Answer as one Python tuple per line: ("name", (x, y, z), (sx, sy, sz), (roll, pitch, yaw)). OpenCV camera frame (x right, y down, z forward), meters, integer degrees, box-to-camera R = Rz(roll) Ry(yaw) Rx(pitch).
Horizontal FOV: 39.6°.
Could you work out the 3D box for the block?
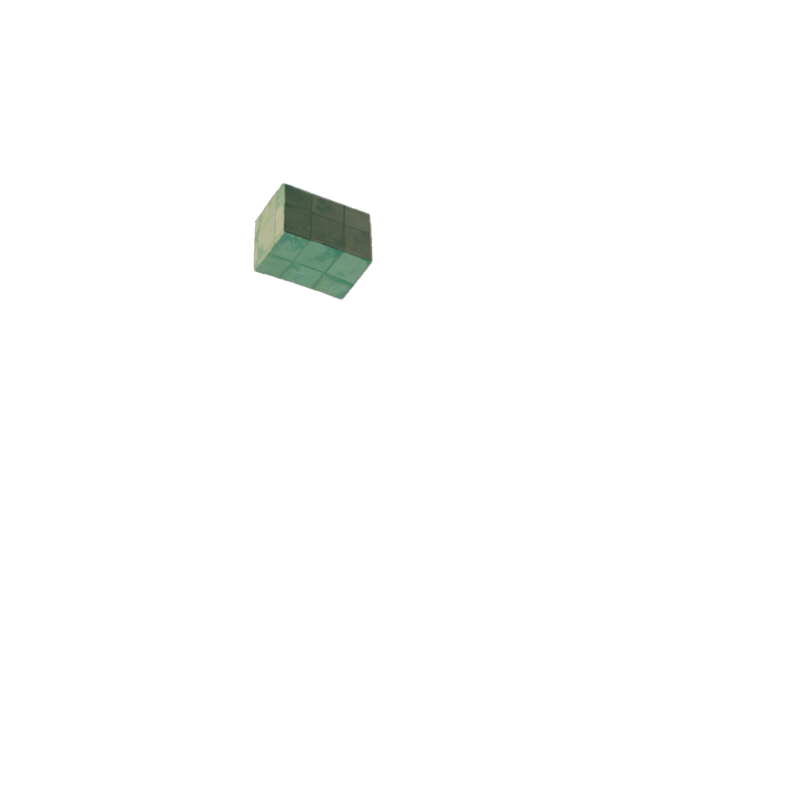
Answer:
("block", (-0.066, -0.121, 0.848), (0.075, 0.055, 0.051), (18, -42, -23))
